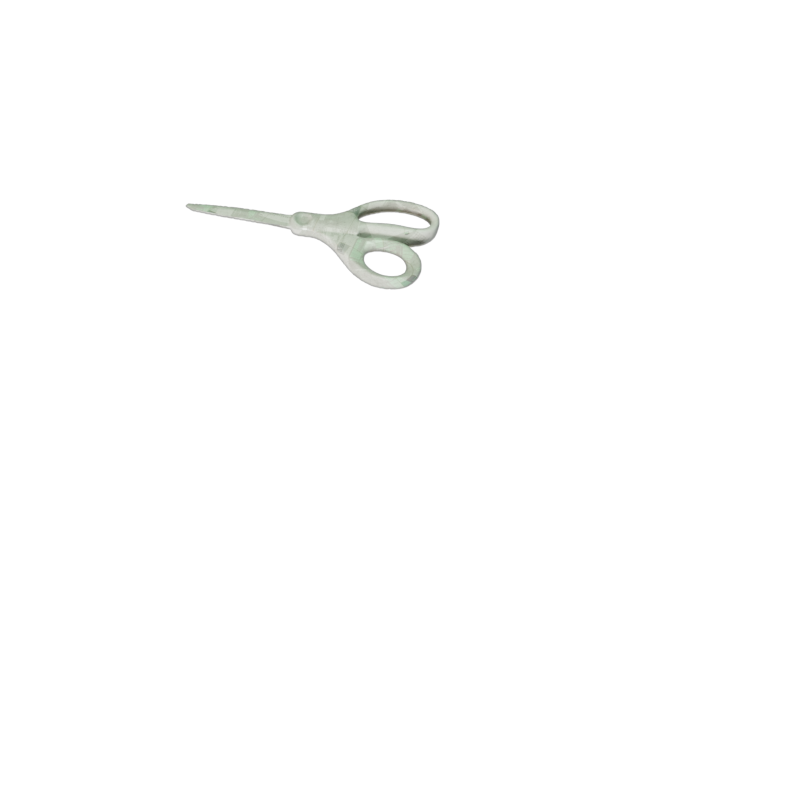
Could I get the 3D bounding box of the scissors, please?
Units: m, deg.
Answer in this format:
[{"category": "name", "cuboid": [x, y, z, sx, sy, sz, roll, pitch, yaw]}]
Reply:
[{"category": "scissors", "cuboid": [-0.068, -0.124, 0.869, 0.201, 0.103, 0.015, -3, -40, -3]}]
